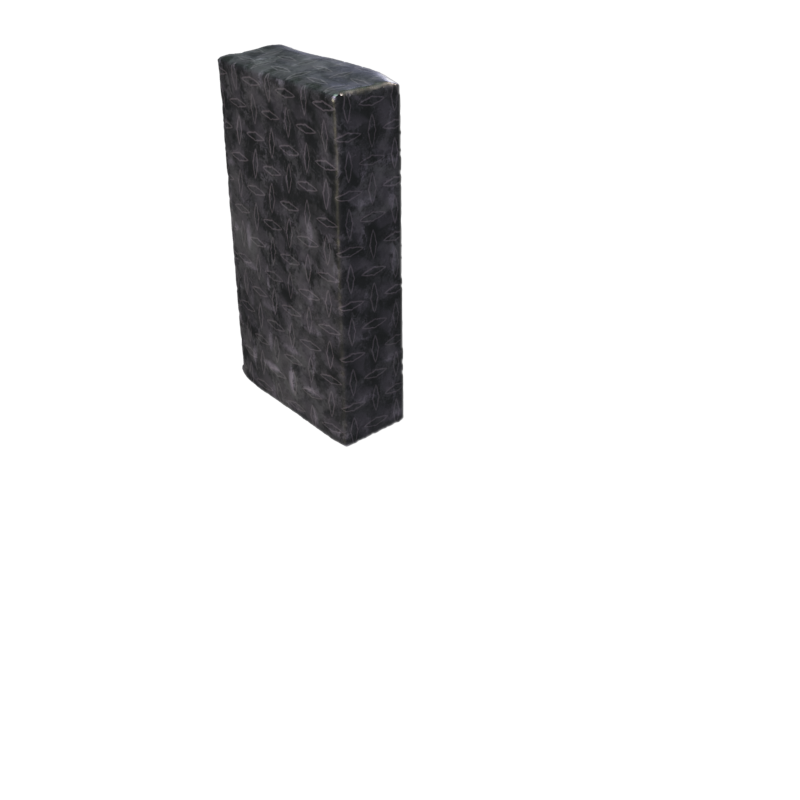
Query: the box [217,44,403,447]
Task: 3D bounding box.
[{"bbox_3d":[-0.042,-0.077,0.539,0.047,0.167,0.100,-17,32,-36],"label":"box"}]
